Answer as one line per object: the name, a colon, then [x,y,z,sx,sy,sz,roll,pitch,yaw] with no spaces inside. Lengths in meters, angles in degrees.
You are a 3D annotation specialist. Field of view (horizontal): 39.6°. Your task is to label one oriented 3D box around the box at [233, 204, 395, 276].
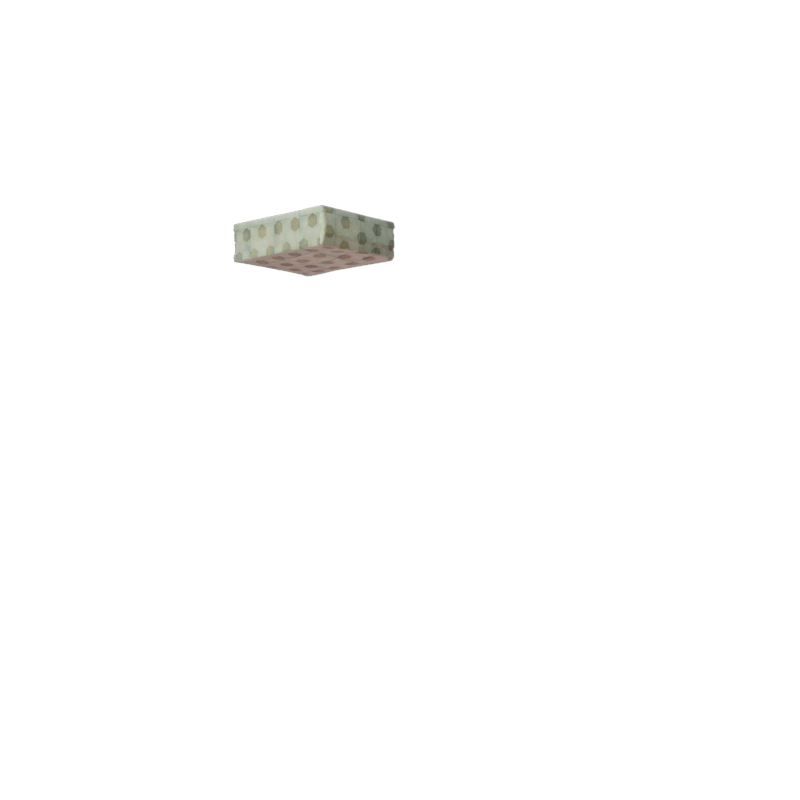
box: [-0.075,-0.136,0.955,0.116,0.040,0.085,-6,-9,43]
